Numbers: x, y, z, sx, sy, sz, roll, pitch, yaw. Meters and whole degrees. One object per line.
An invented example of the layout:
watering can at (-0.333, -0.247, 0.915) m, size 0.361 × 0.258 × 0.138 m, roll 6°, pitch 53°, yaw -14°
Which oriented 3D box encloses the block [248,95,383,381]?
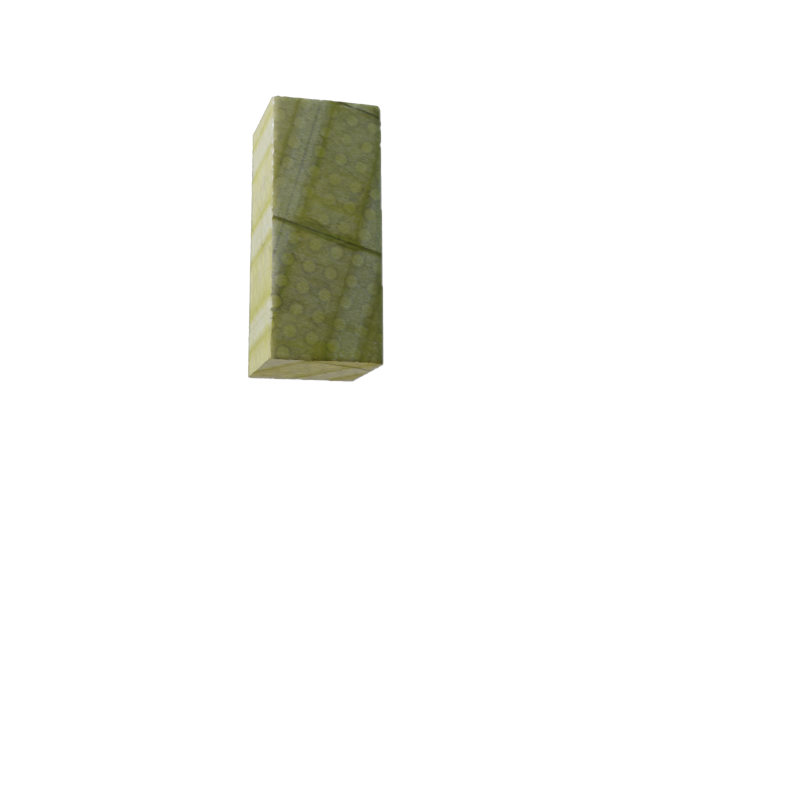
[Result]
block at (-0.068, -0.125, 0.876) m, size 0.088 × 0.214 × 0.089 m, roll 3°, pitch -15°, yaw -16°
